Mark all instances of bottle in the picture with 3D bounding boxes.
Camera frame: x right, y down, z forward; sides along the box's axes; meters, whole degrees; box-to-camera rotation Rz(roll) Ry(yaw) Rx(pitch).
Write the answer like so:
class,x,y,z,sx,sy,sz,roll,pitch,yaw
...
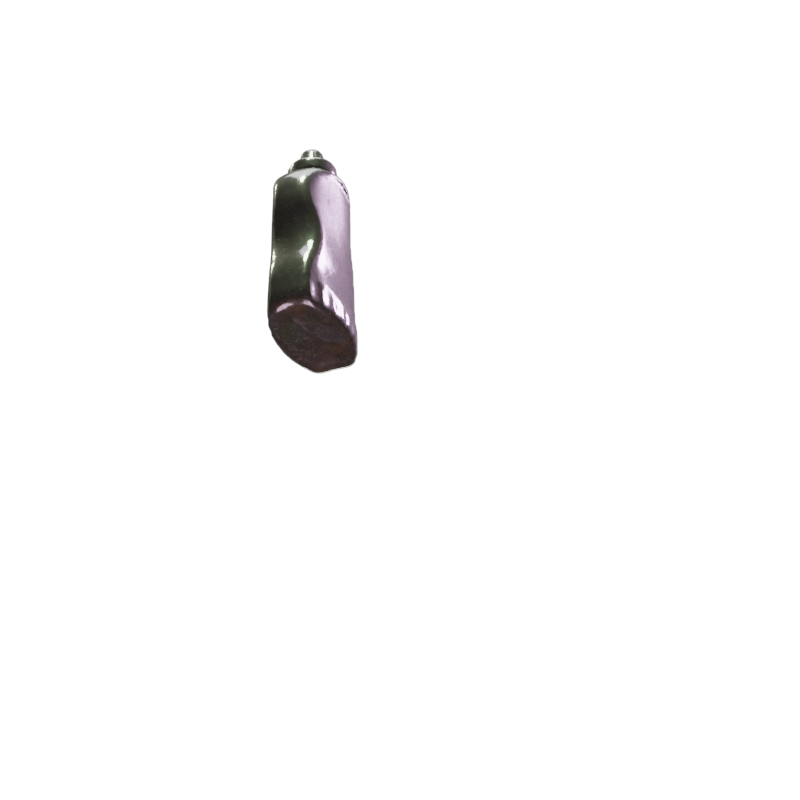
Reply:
class,x,y,z,sx,sy,sz,roll,pitch,yaw
bottle,-0.068,-0.124,0.866,0.059,0.206,0.088,-16,-39,16
